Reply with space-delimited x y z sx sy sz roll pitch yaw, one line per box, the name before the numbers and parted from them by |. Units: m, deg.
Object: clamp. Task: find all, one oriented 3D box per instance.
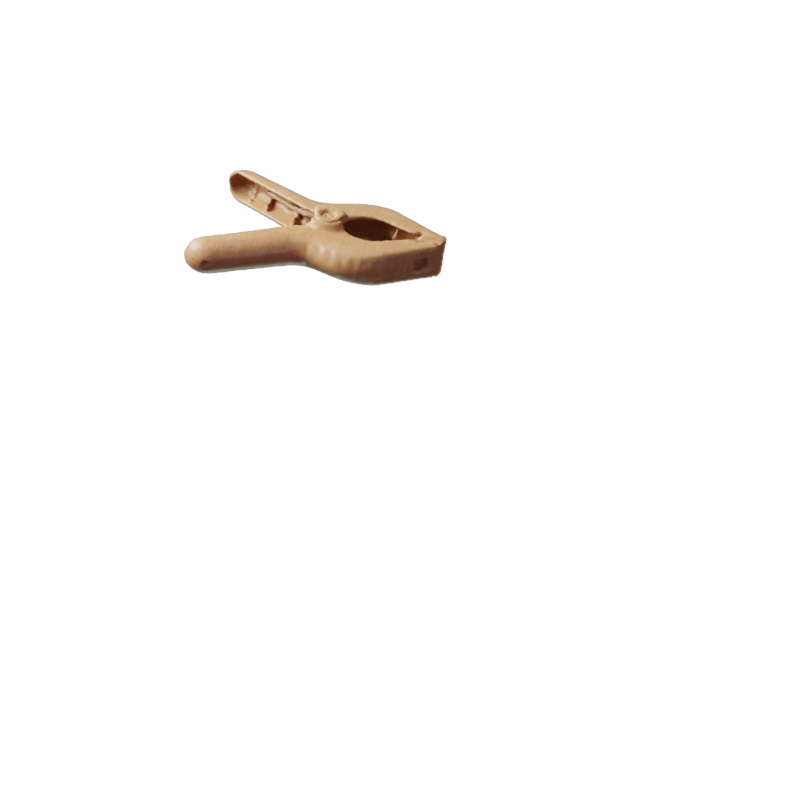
clamp | -0.059 -0.107 0.751 0.176 0.037 0.125 14 43 15
